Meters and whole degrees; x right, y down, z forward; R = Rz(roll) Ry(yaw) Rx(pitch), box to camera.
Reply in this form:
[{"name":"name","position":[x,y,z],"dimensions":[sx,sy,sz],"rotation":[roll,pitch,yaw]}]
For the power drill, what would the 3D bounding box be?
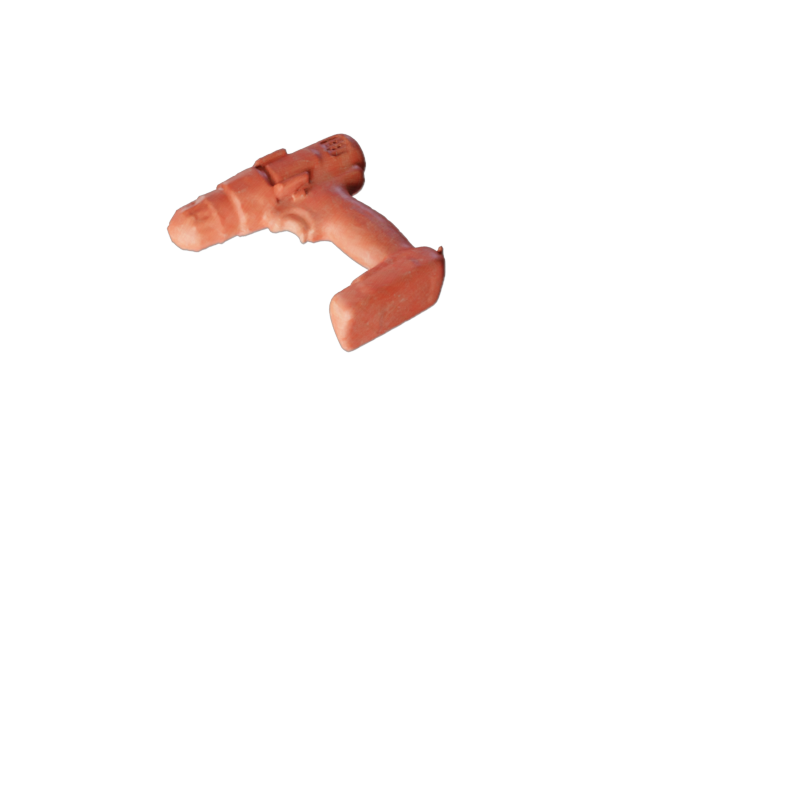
[{"name":"power drill","position":[-0.070,-0.127,0.891],"dimensions":[0.184,0.201,0.053],"rotation":[-30,-32,-21]}]
